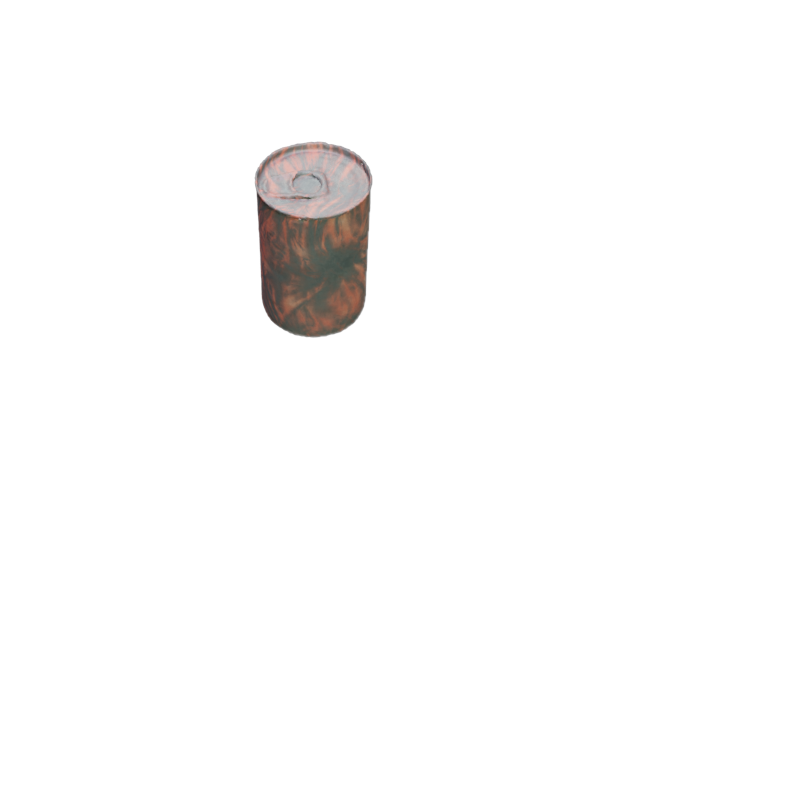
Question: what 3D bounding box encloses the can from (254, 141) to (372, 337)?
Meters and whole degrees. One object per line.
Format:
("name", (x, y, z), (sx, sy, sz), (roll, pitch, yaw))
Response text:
("can", (-0.053, -0.096, 0.672), (0.068, 0.074, 0.095), (0, -43, -3))
